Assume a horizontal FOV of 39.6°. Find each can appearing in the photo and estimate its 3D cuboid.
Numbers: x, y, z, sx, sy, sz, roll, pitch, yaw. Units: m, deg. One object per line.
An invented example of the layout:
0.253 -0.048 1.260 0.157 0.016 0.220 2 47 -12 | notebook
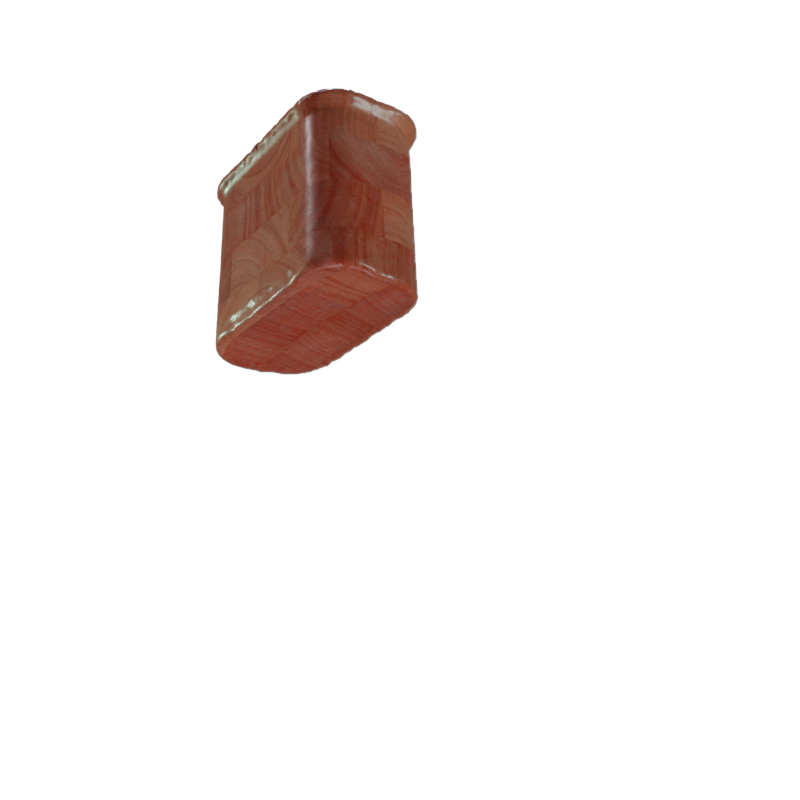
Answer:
-0.037 -0.067 0.470 0.055 0.089 0.101 18 -34 -31 | can
